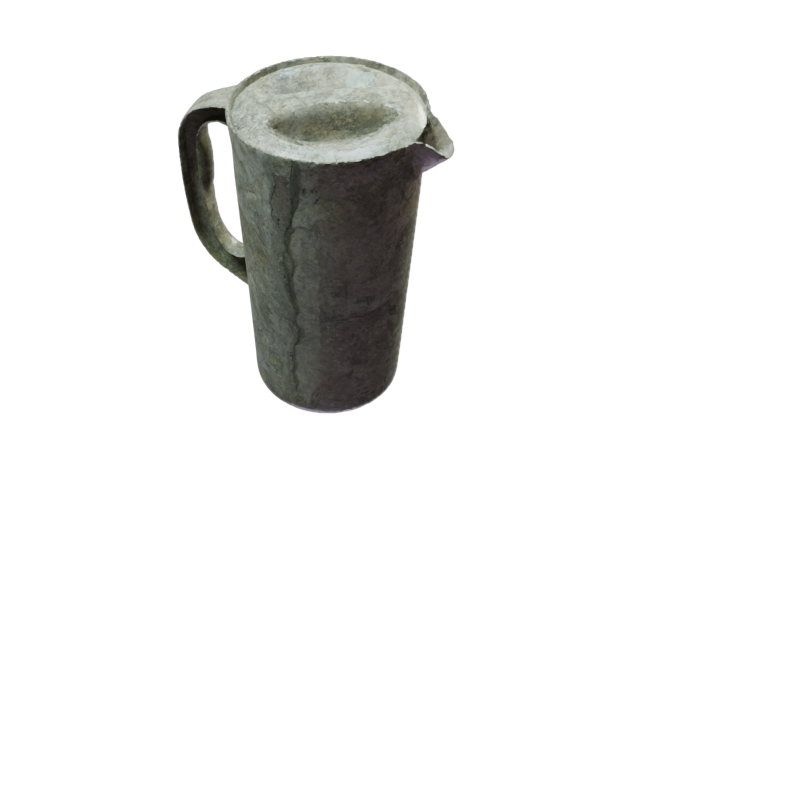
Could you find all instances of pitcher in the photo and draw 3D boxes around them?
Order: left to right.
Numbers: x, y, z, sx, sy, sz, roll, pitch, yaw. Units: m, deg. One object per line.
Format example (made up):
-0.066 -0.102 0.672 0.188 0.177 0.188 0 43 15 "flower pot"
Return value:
-0.061 -0.112 0.784 0.143 0.227 0.161 -19 46 -23 "pitcher"
